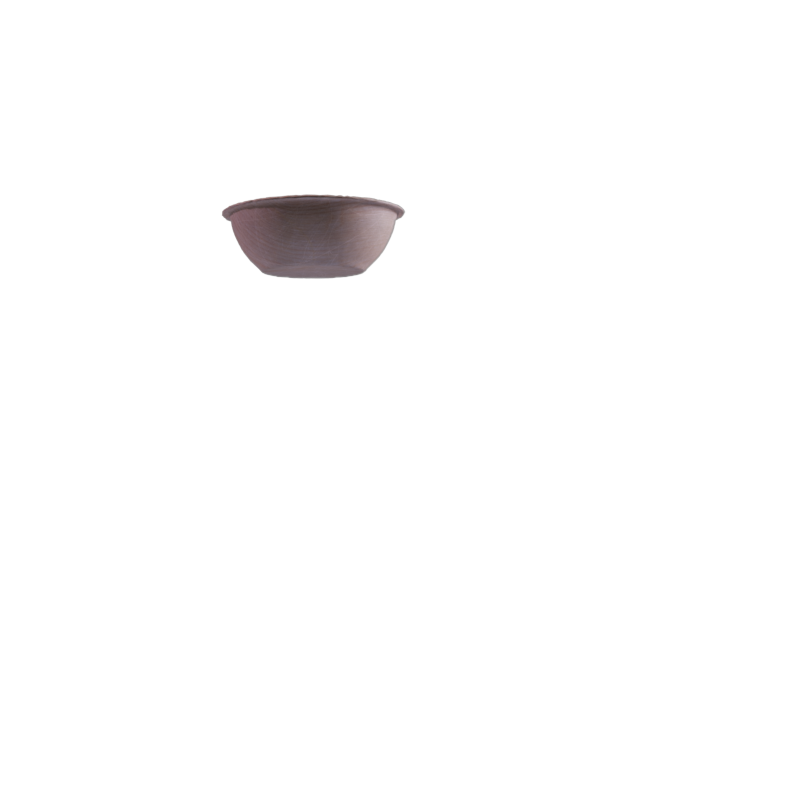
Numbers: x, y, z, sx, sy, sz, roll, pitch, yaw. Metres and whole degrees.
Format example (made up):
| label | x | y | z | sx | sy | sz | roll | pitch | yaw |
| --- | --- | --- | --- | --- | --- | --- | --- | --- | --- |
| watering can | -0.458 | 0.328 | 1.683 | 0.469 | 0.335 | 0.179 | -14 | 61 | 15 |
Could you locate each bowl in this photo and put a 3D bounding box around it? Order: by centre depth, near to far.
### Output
| label | x | y | z | sx | sy | sz | roll | pitch | yaw |
| --- | --- | --- | --- | --- | --- | --- | --- | --- | --- |
| bowl | -0.077 | -0.140 | 0.978 | 0.162 | 0.056 | 0.160 | 0 | -2 | -2 |
